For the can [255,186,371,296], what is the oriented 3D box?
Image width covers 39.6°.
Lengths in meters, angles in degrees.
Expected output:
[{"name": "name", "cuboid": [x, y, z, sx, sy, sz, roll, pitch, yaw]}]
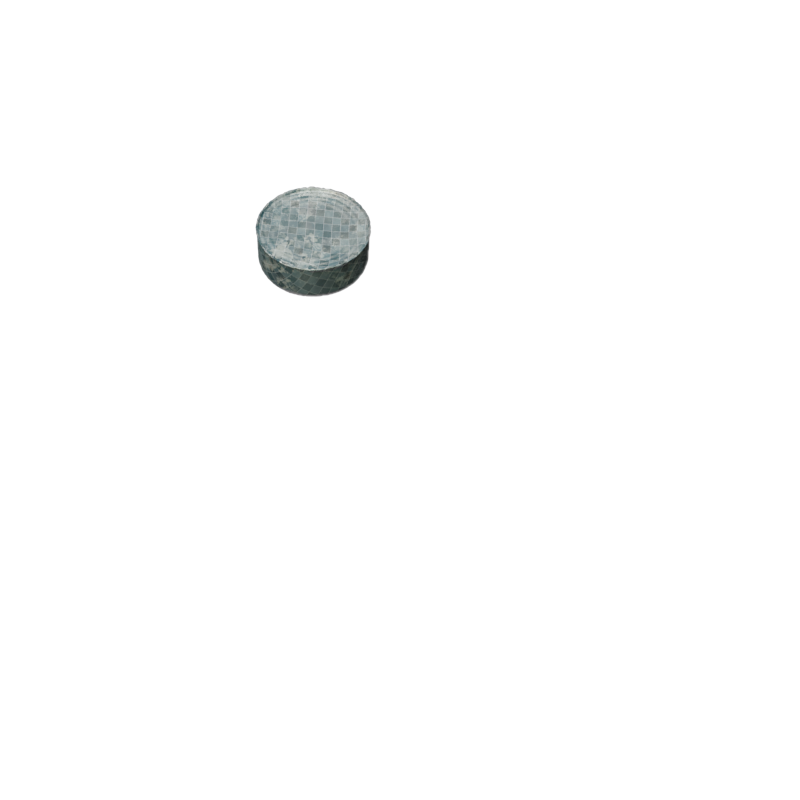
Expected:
[{"name": "can", "cuboid": [-0.065, -0.119, 0.836, 0.086, 0.092, 0.031, -1, -40, -1]}]
